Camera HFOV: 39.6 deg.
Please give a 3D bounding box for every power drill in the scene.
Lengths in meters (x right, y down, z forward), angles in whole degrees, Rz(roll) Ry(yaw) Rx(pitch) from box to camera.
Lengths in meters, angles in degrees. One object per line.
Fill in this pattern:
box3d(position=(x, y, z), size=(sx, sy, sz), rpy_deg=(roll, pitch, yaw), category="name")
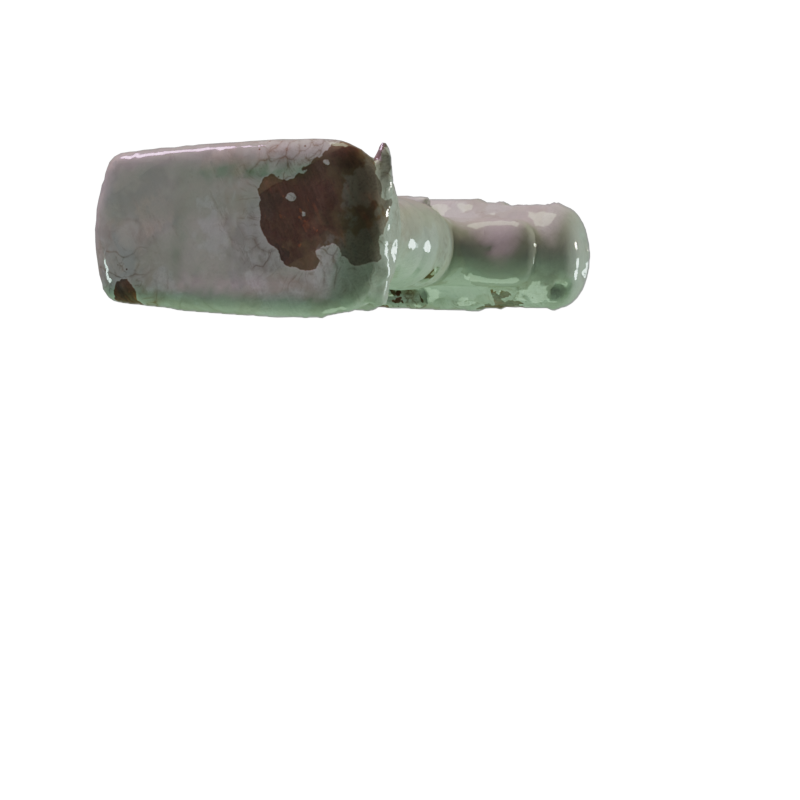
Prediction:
box3d(position=(-0.035, -0.063, 0.444), size=(0.190, 0.057, 0.182), rpy_deg=(2, 5, 26), category="power drill")
